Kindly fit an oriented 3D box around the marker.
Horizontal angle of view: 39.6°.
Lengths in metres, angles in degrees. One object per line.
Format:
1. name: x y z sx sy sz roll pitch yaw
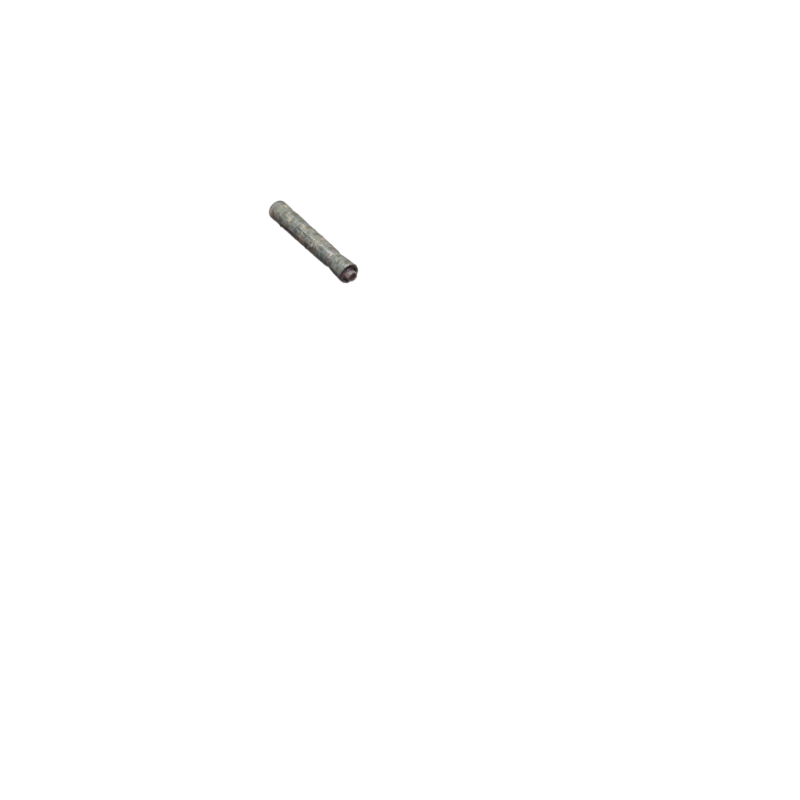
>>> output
1. marker: -0.075 -0.137 0.961 0.019 0.019 0.130 -3 35 -40
